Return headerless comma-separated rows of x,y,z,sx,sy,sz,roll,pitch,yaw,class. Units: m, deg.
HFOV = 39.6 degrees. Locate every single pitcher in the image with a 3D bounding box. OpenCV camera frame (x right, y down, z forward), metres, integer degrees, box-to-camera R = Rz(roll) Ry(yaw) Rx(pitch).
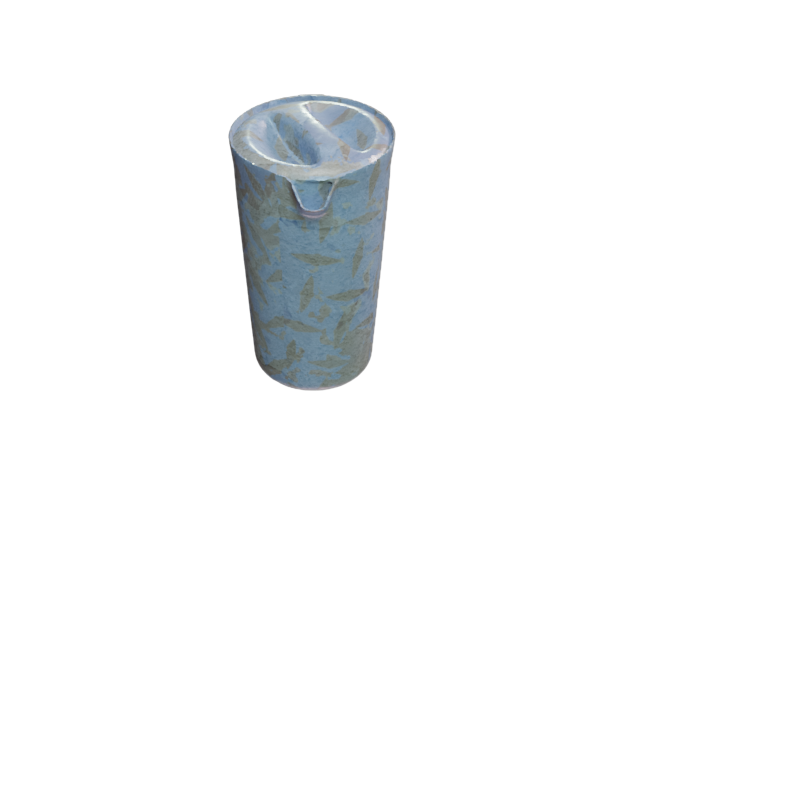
-0.075,-0.137,0.960,0.154,0.227,0.150,30,46,30,pitcher
